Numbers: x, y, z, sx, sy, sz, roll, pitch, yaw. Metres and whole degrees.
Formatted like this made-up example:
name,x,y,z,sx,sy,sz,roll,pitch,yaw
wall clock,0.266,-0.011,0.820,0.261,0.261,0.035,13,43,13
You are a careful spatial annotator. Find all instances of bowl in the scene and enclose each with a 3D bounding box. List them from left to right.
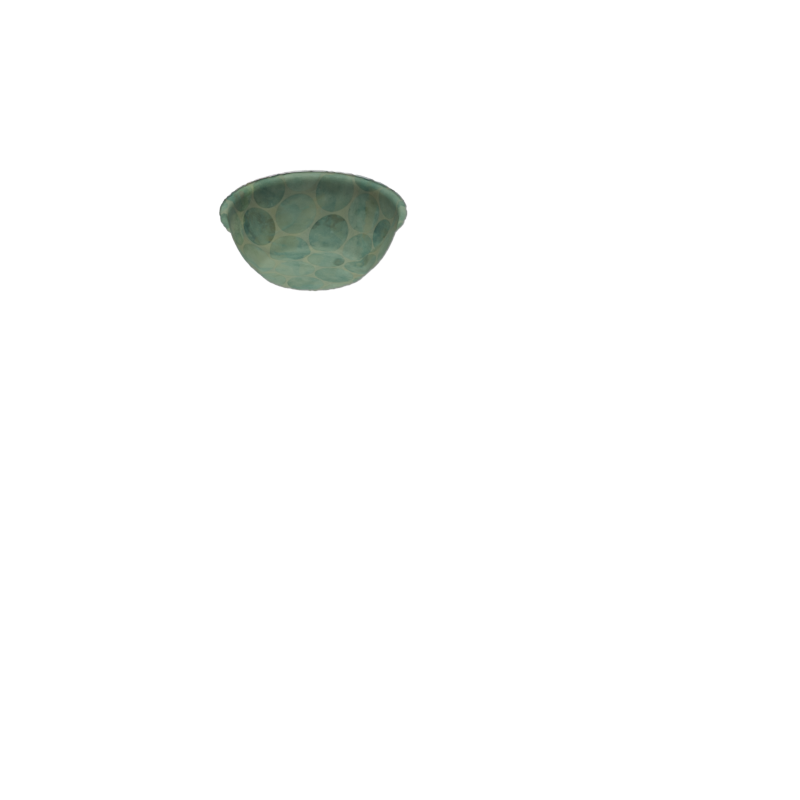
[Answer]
name,x,y,z,sx,sy,sz,roll,pitch,yaw
bowl,-0.074,-0.135,0.944,0.162,0.058,0.155,0,-18,-2
